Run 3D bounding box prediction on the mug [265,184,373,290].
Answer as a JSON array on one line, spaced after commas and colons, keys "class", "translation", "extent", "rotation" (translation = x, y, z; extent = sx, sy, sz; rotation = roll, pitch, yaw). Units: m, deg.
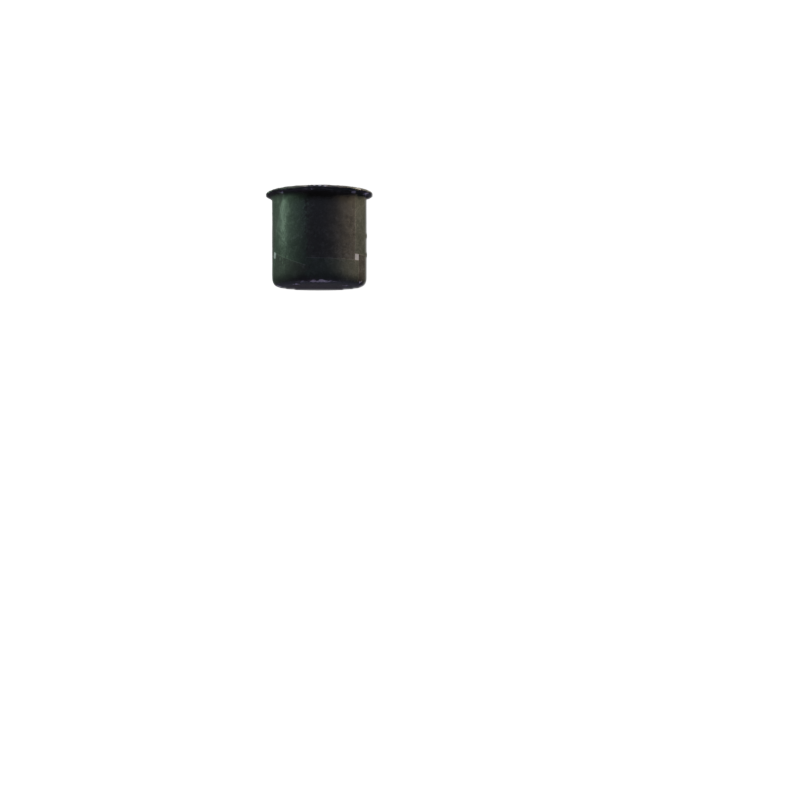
[{"class": "mug", "translation": [-0.076, -0.138, 0.966], "extent": [0.090, 0.083, 0.120], "rotation": [1, -2, -29]}]
